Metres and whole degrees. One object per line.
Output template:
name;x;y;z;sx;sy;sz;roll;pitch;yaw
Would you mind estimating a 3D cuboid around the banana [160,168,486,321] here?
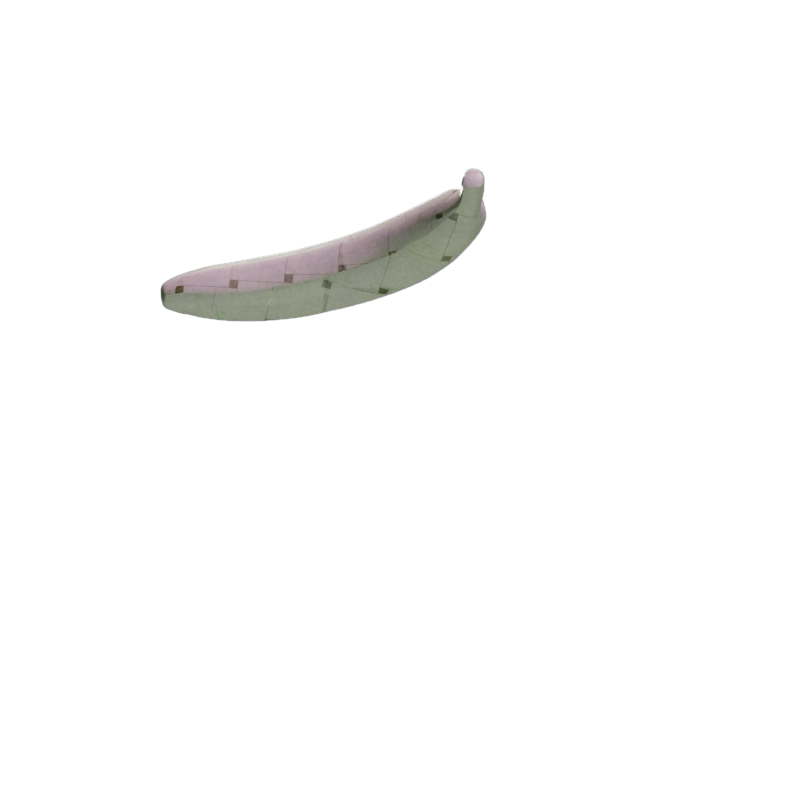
banana;-0.033;-0.076;0.588;0.200;0.039;0.064;-18;-36;26
